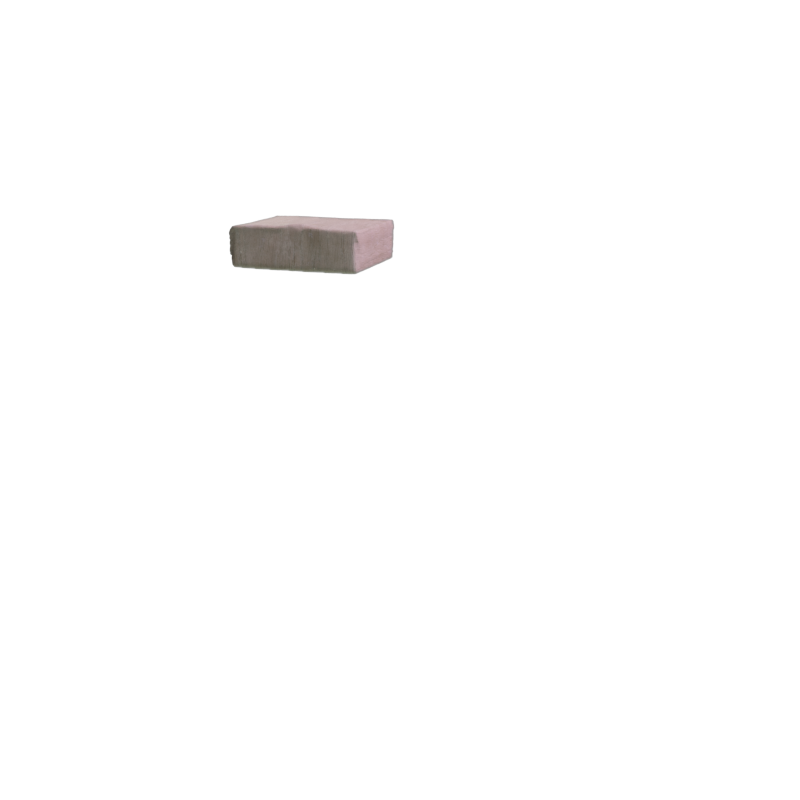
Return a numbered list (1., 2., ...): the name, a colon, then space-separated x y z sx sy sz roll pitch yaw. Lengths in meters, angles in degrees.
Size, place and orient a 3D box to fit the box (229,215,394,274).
1. box: -0.057 -0.104 0.728 0.092 0.029 0.073 5 15 20
